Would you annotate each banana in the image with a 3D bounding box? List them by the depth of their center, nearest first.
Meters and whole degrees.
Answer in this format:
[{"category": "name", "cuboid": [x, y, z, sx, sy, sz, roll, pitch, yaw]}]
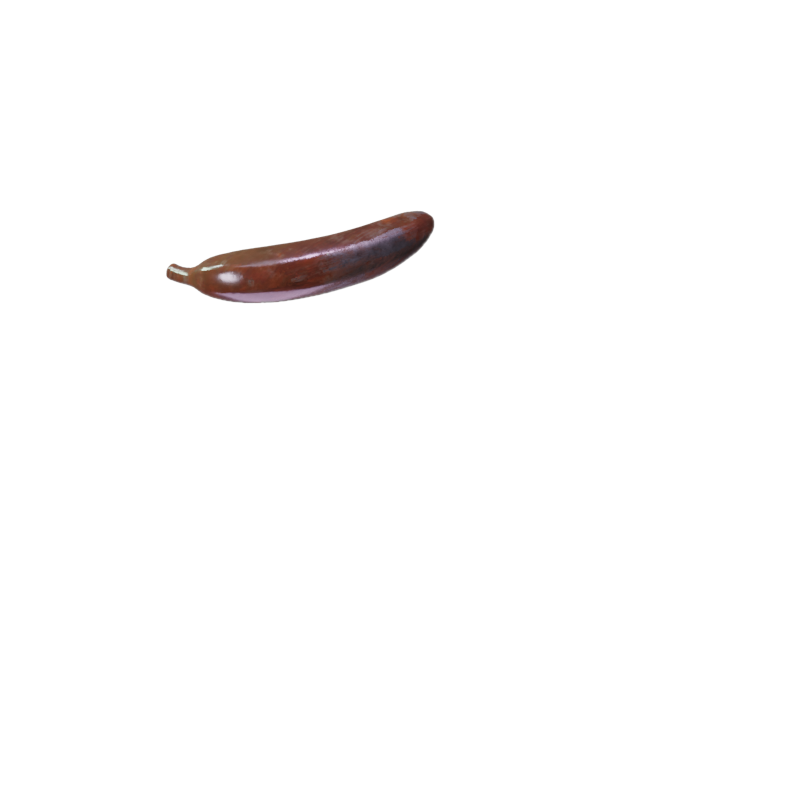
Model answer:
[{"category": "banana", "cuboid": [-0.057, -0.099, 0.757, 0.195, 0.034, 0.075, -12, 36, -17]}]
